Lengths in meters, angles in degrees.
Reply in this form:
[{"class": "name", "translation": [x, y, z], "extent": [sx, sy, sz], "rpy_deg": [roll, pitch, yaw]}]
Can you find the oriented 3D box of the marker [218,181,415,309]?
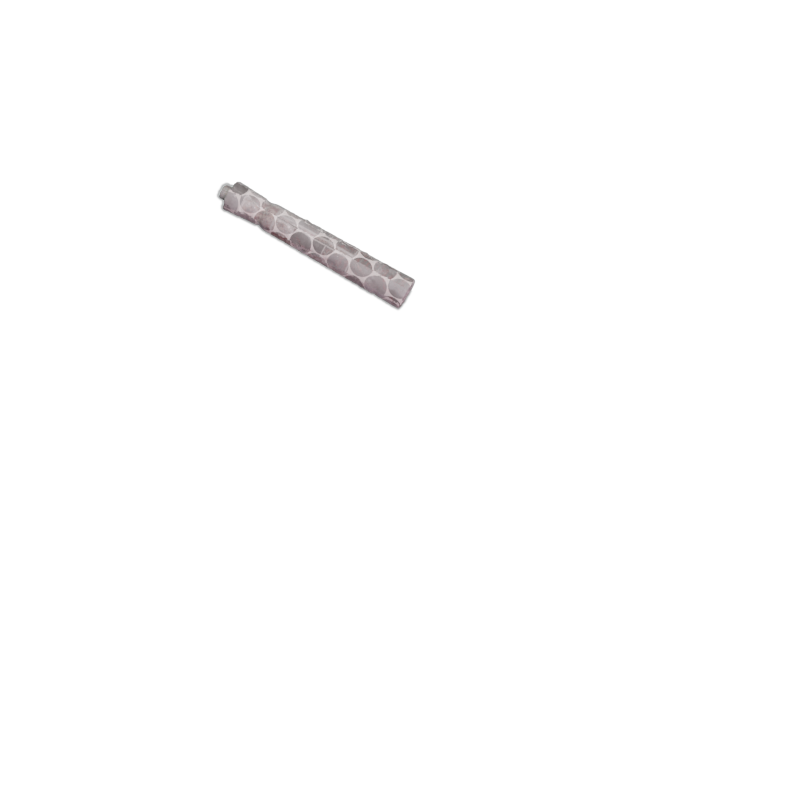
[{"class": "marker", "translation": [-0.049, -0.089, 0.620], "extent": [0.124, 0.019, 0.019], "rpy_deg": [31, 9, 10]}]
